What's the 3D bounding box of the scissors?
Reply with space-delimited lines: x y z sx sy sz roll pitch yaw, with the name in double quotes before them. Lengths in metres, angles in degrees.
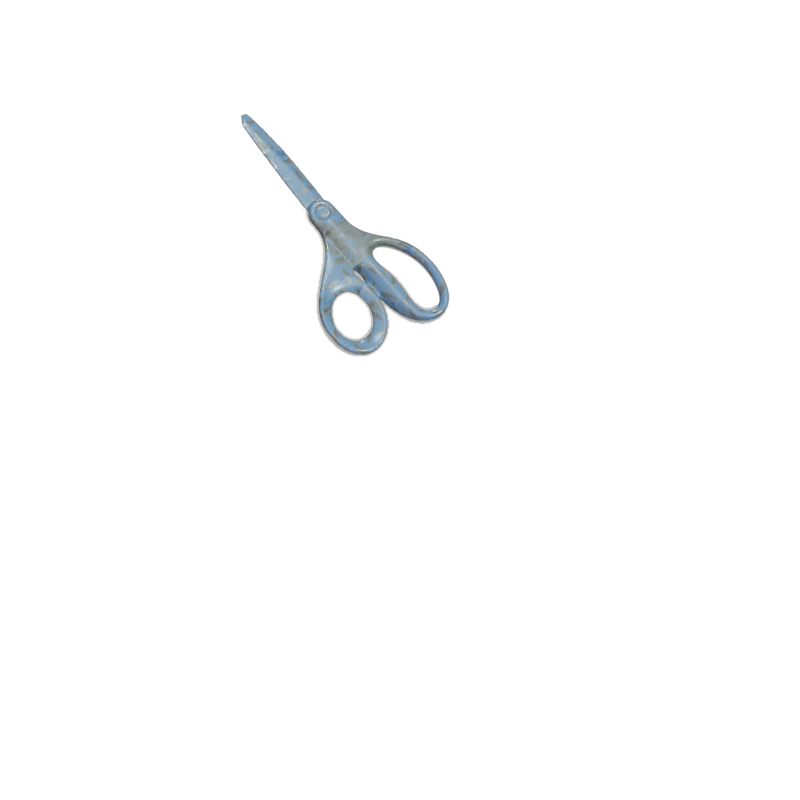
"scissors" -0.060 -0.109 0.764 0.208 0.098 0.015 37 -16 13
